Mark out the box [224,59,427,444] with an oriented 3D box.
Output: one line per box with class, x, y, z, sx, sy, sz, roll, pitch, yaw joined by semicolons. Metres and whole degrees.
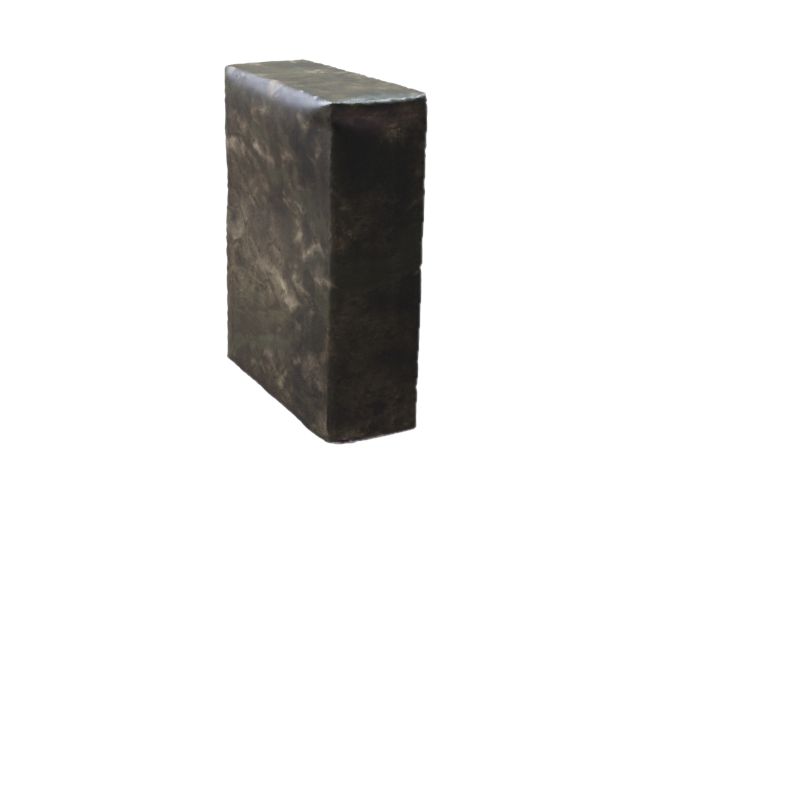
box;-0.056;-0.102;0.716;0.070;0.205;0.175;-9;22;-28
